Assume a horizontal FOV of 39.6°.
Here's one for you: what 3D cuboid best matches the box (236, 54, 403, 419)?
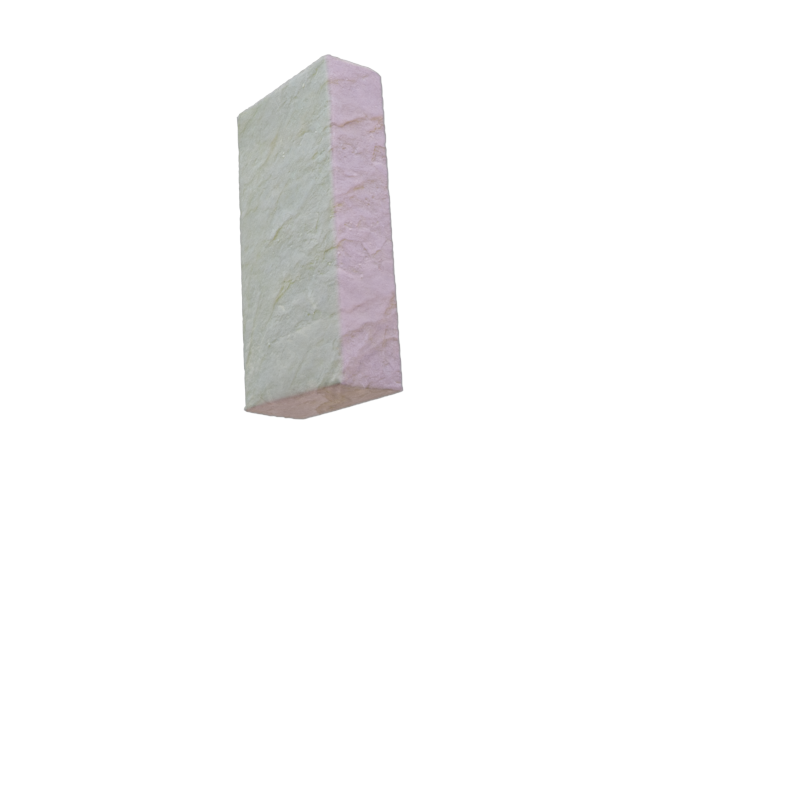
[{"bbox_3d":[-0.046,-0.085,0.593,0.046,0.184,0.094,13,-22,-37],"label":"box"}]
